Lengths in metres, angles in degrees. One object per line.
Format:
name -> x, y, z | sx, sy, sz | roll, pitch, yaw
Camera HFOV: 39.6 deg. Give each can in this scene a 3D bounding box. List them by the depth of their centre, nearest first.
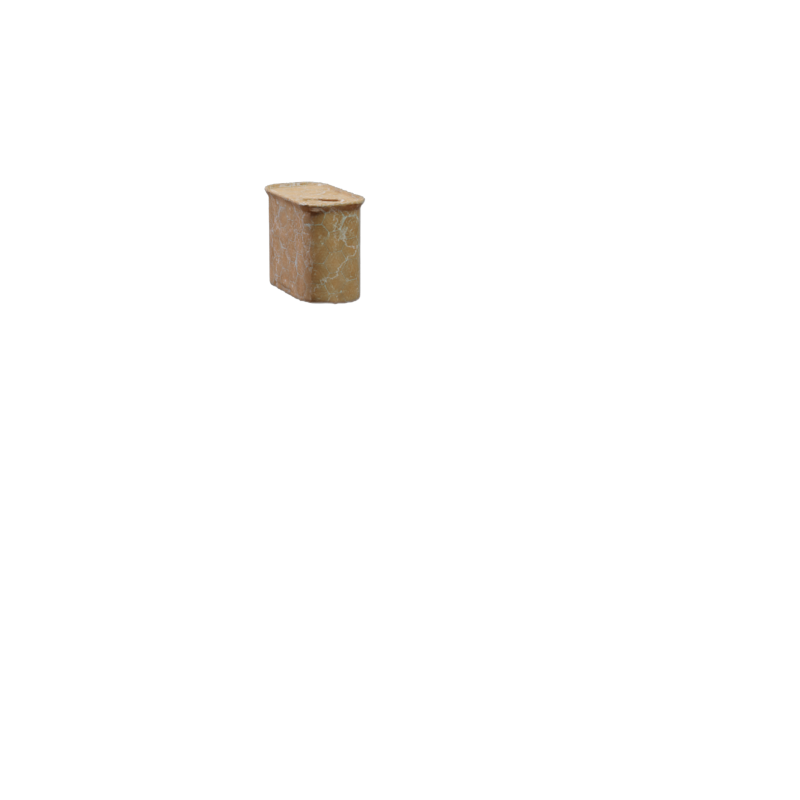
can -> -0.072, -0.131, 0.915 | 0.056, 0.081, 0.108 | -7, 19, -27
